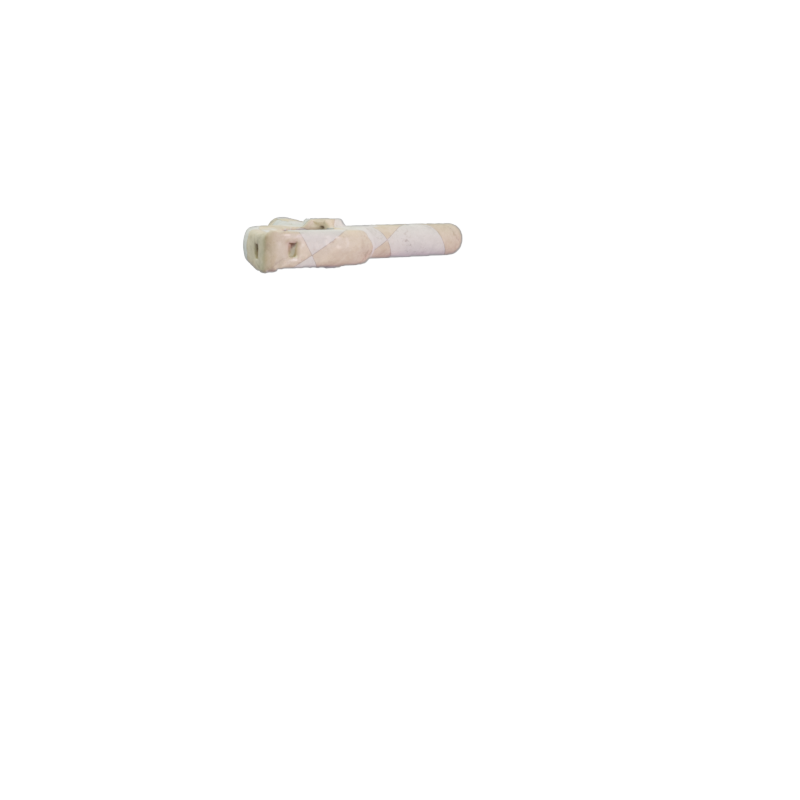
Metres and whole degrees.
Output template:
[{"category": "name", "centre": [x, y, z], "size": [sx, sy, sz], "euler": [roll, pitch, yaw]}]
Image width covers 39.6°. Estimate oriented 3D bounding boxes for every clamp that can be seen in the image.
[{"category": "clamp", "centre": [-0.065, -0.118, 0.828], "size": [0.170, 0.036, 0.207], "euler": [6, 13, 25]}]
